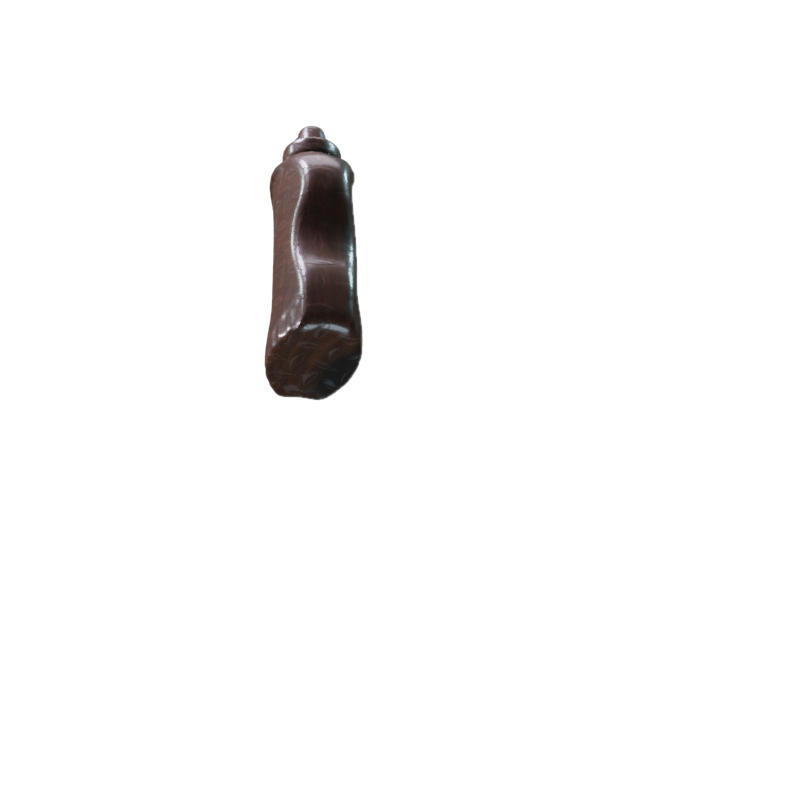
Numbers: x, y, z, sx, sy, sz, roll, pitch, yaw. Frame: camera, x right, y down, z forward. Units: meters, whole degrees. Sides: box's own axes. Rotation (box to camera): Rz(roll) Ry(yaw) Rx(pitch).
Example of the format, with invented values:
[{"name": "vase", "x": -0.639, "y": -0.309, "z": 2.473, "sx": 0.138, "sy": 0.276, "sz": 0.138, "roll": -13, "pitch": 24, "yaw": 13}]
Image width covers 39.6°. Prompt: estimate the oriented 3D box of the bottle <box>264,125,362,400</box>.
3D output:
[{"name": "bottle", "x": -0.058, "y": -0.105, "z": 0.732, "sx": 0.057, "sy": 0.205, "sz": 0.091, "roll": 5, "pitch": -34, "yaw": -11}]
